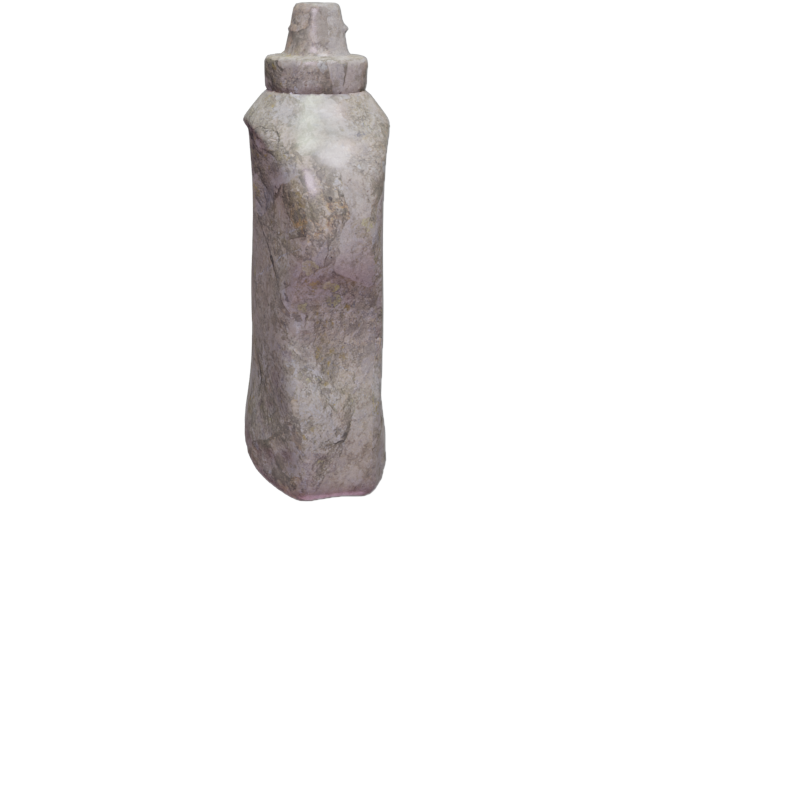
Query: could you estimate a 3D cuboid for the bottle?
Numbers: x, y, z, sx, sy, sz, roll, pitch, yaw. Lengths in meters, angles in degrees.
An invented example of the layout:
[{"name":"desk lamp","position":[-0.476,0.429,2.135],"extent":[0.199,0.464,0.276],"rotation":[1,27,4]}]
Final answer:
[{"name":"bottle","position":[-0.035,-0.065,0.455],"extent":[0.058,0.185,0.101],"rotation":[-2,16,-13]}]
